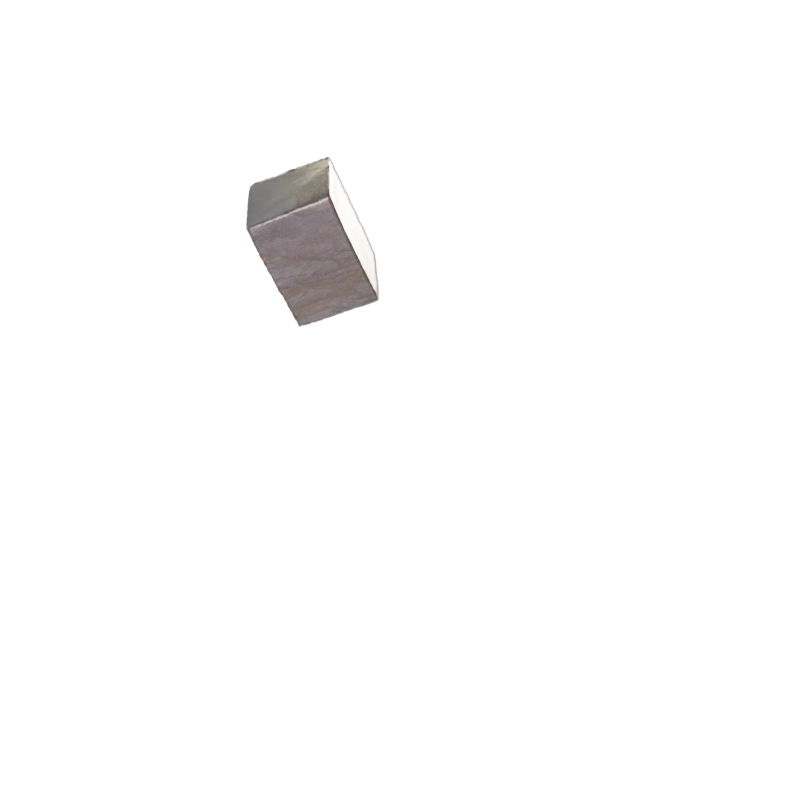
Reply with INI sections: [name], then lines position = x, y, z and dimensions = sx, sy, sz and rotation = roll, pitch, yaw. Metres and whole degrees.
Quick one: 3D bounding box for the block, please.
[block]
position = -0.051, -0.093, 0.649
dimensions = 0.053, 0.072, 0.055
rotation = -18, 34, 11
